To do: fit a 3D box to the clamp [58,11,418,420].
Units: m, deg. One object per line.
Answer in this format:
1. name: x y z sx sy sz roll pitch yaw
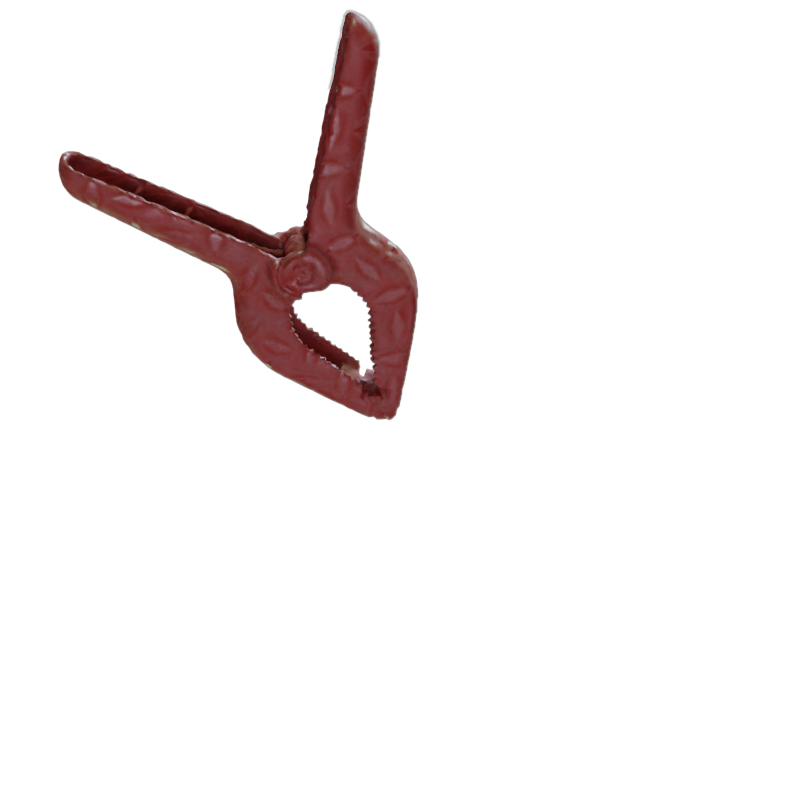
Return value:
1. clamp: -0.043 -0.078 0.550 0.164 0.198 0.039 -29 26 15
